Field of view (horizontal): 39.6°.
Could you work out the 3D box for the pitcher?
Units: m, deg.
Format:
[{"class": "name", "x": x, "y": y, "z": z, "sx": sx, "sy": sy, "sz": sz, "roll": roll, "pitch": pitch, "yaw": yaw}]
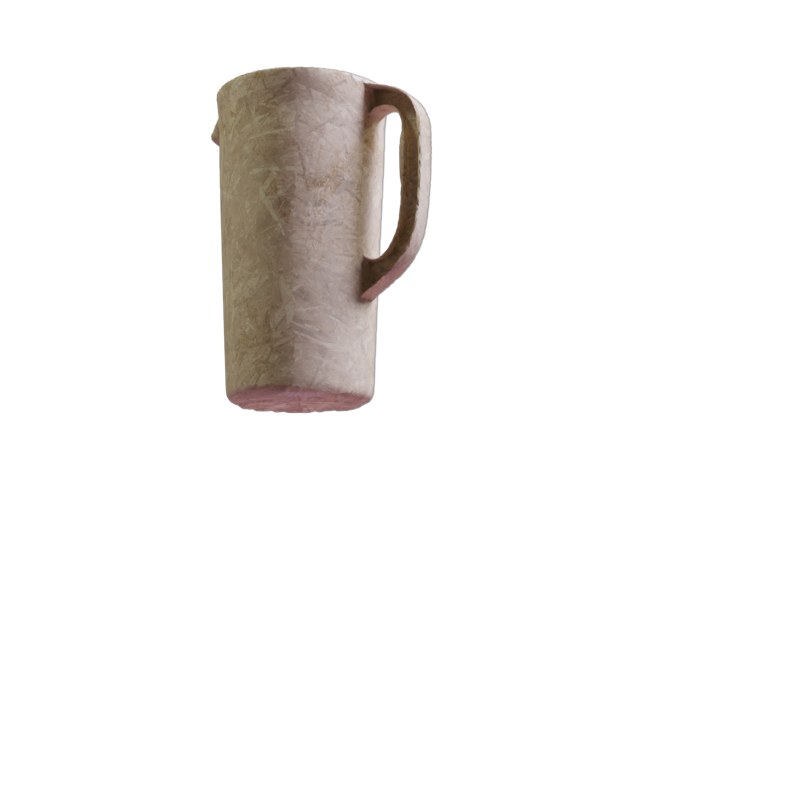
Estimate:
[{"class": "pitcher", "x": -0.064, "y": -0.117, "z": 0.821, "sx": 0.142, "sy": 0.251, "sz": 0.148, "roll": 3, "pitch": -12, "yaw": -16}]
